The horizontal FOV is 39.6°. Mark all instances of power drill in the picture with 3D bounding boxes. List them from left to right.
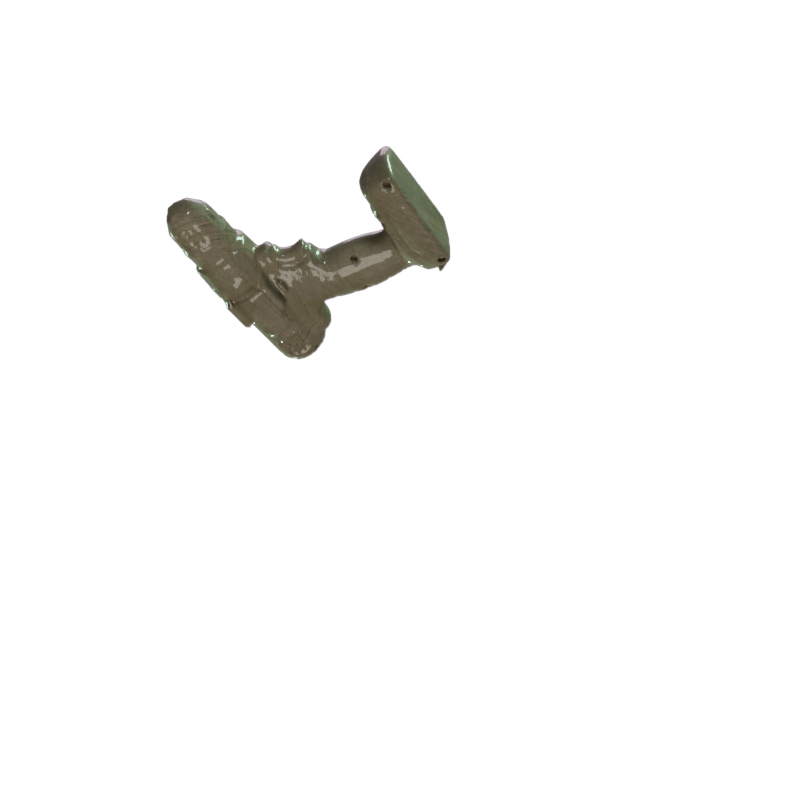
[{"bbox_3d":[-0.070,-0.127,0.890,0.188,0.062,0.171,-25,-50,23],"label":"power drill"}]
